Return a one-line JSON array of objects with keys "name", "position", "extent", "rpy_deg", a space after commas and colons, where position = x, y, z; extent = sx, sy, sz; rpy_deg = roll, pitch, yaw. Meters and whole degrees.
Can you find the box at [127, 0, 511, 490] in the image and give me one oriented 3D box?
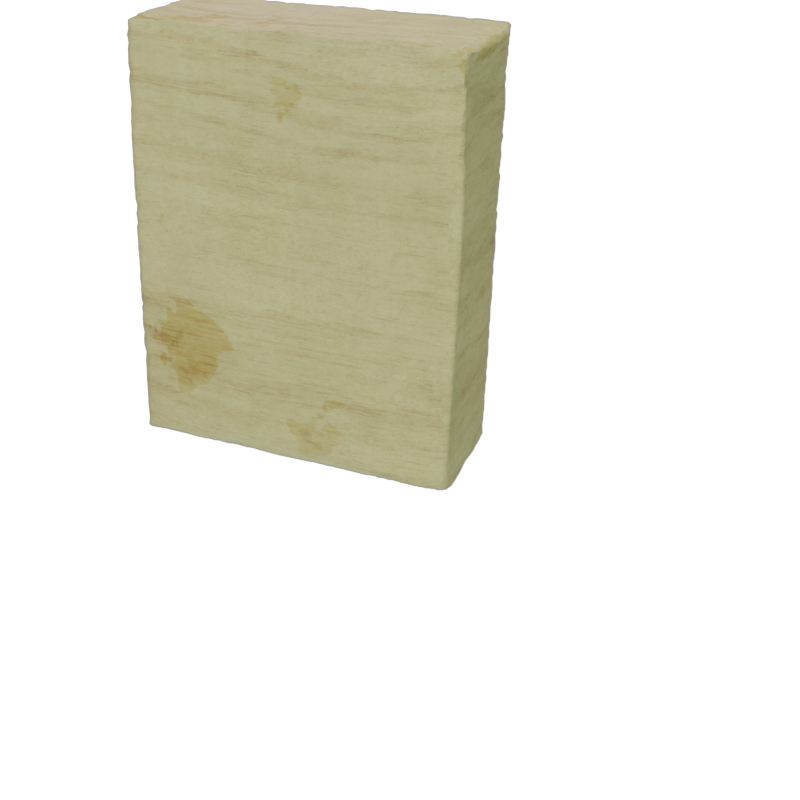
[{"name": "box", "position": [-0.041, -0.076, 0.529], "extent": [0.170, 0.203, 0.073], "rpy_deg": [12, 26, 20]}]
